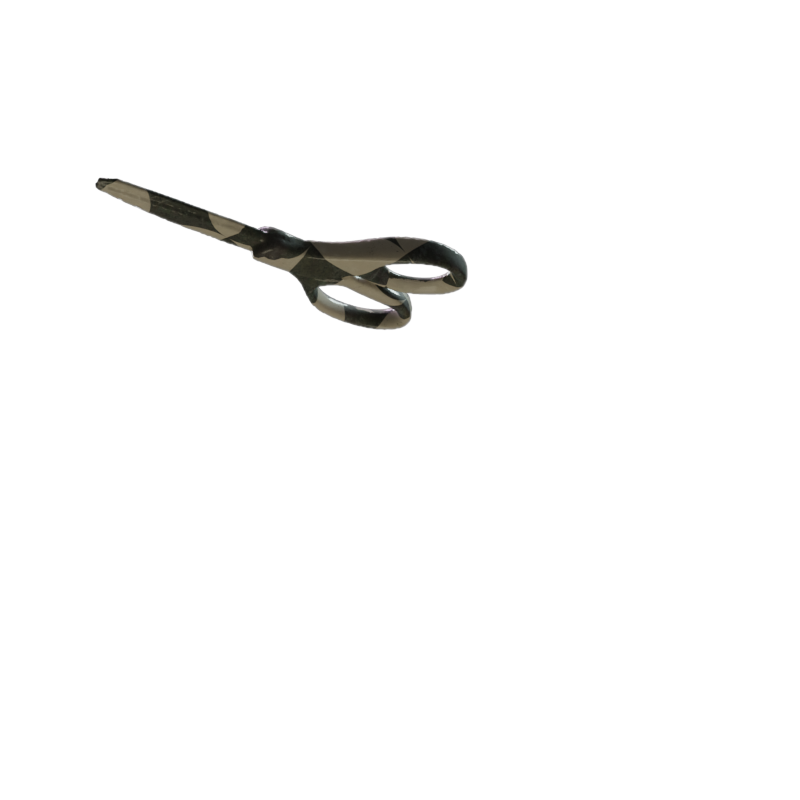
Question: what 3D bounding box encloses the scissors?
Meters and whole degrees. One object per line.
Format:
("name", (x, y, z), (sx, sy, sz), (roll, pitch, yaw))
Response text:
("scissors", (-0.042, -0.077, 0.539), (0.098, 0.017, 0.188), (-14, -25, 31))
